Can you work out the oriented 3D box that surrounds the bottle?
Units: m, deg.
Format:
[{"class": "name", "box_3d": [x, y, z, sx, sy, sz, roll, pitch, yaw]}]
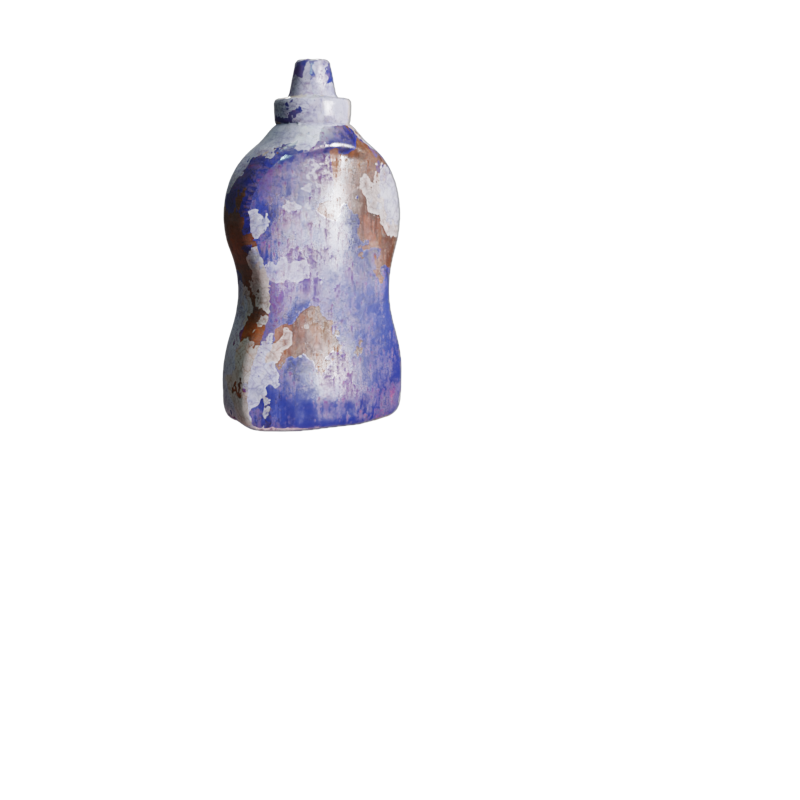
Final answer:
[{"class": "bottle", "box_3d": [-0.046, -0.084, 0.590, 0.093, 0.189, 0.061, -3, 6, -26]}]
